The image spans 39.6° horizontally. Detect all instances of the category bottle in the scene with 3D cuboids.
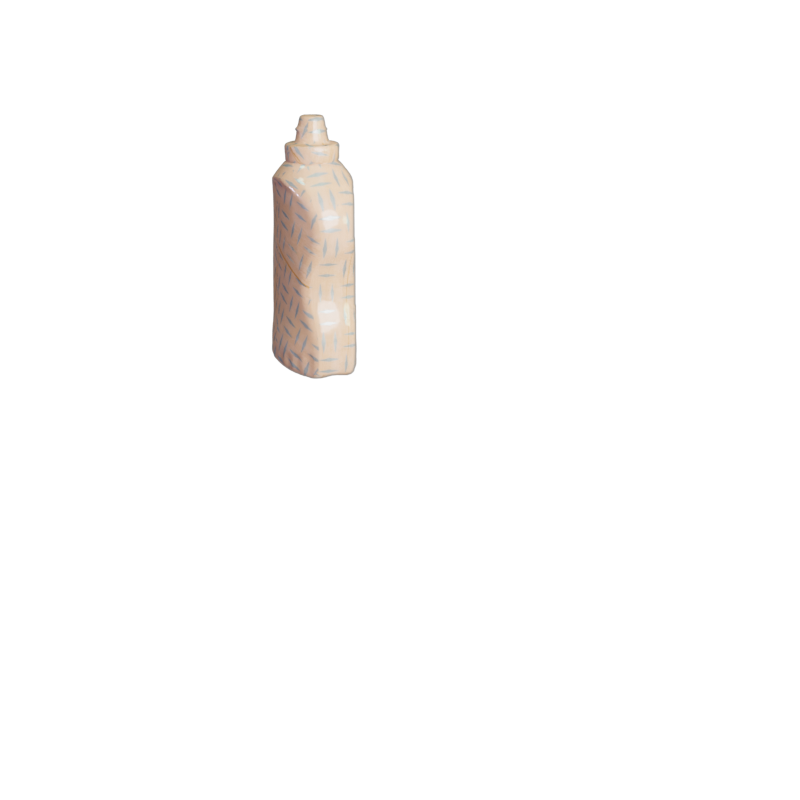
[{"bbox_3d":[-0.066,-0.120,0.840,0.057,0.186,0.101,-4,15,-21],"label":"bottle"}]
